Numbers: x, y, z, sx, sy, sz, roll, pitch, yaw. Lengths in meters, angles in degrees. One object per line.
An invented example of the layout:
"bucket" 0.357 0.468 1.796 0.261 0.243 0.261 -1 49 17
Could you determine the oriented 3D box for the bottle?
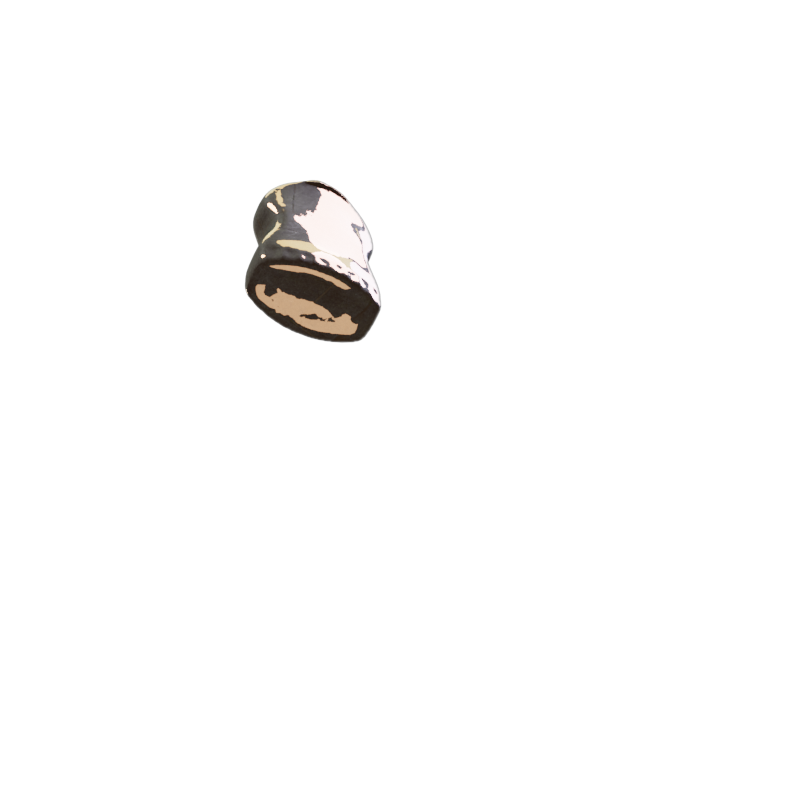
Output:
"bottle" -0.067 -0.122 0.854 0.093 0.056 0.204 19 29 -15
